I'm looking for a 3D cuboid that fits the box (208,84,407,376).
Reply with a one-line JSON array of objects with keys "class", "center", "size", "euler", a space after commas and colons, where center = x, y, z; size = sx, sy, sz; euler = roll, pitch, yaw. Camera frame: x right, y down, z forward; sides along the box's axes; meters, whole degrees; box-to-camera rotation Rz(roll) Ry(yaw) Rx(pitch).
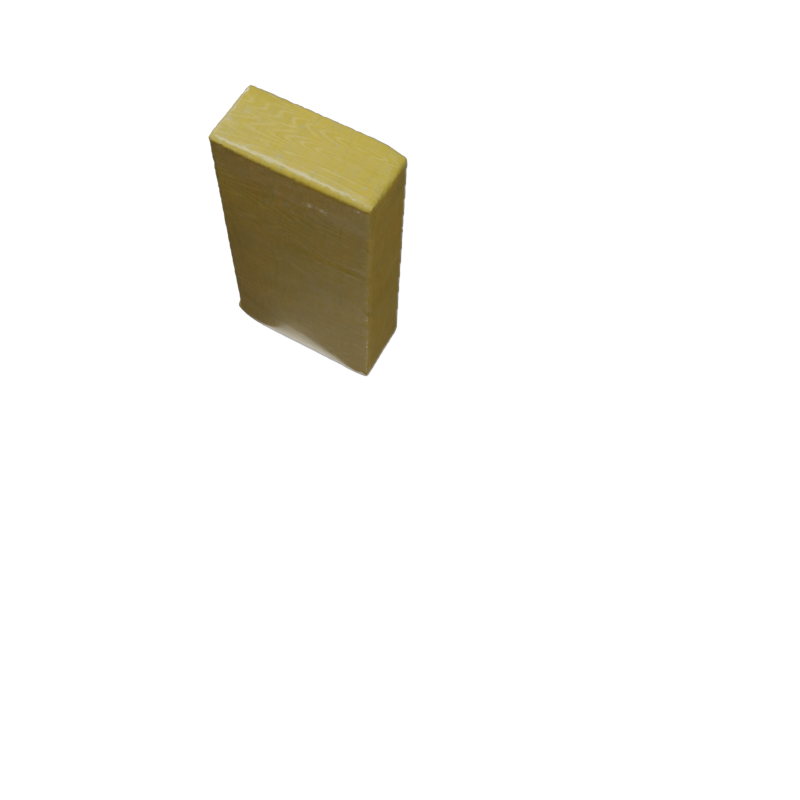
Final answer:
[{"class": "box", "center": [-0.047, -0.086, 0.601], "size": [0.096, 0.049, 0.166], "euler": [28, -26, 12]}]
